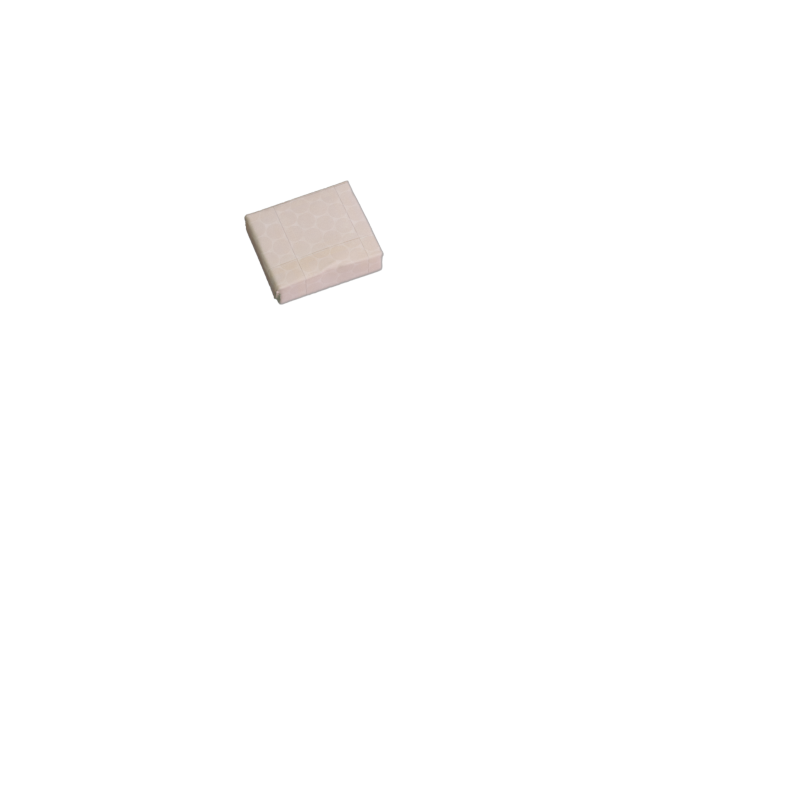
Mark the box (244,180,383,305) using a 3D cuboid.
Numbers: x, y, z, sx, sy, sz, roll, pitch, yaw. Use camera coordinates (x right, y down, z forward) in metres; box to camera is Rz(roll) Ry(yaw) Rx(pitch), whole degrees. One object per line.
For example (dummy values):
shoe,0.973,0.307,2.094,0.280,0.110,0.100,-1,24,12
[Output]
box,-0.067,-0.122,0.857,0.089,0.078,0.028,-20,-27,-11
